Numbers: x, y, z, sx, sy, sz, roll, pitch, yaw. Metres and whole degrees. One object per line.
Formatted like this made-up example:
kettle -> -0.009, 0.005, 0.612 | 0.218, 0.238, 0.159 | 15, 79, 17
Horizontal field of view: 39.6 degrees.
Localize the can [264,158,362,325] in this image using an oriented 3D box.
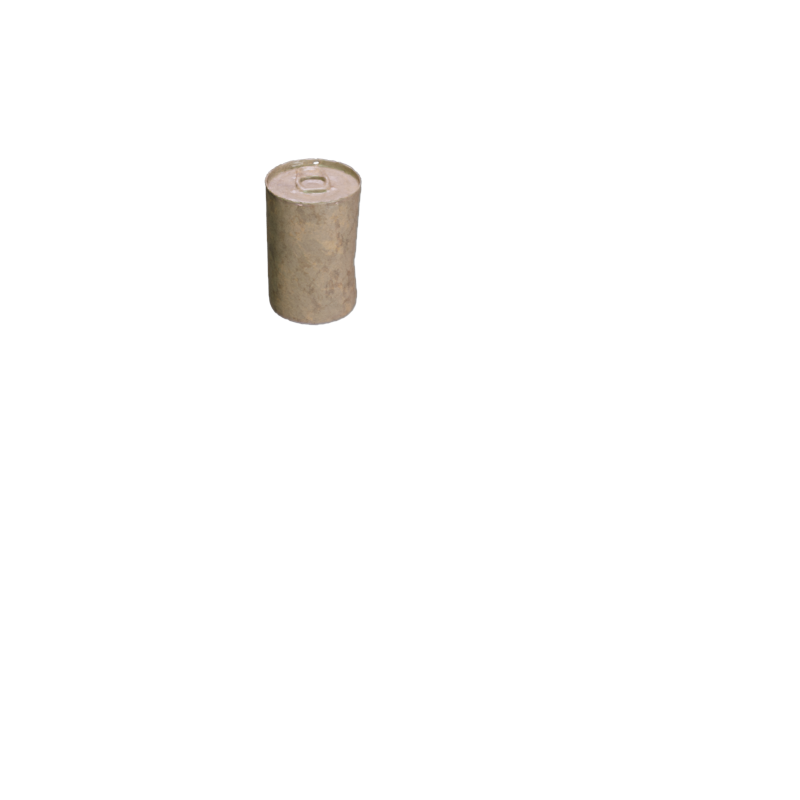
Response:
can -> -0.063, -0.114, 0.800 | 0.068, 0.096, 0.073 | 0, 34, -3
